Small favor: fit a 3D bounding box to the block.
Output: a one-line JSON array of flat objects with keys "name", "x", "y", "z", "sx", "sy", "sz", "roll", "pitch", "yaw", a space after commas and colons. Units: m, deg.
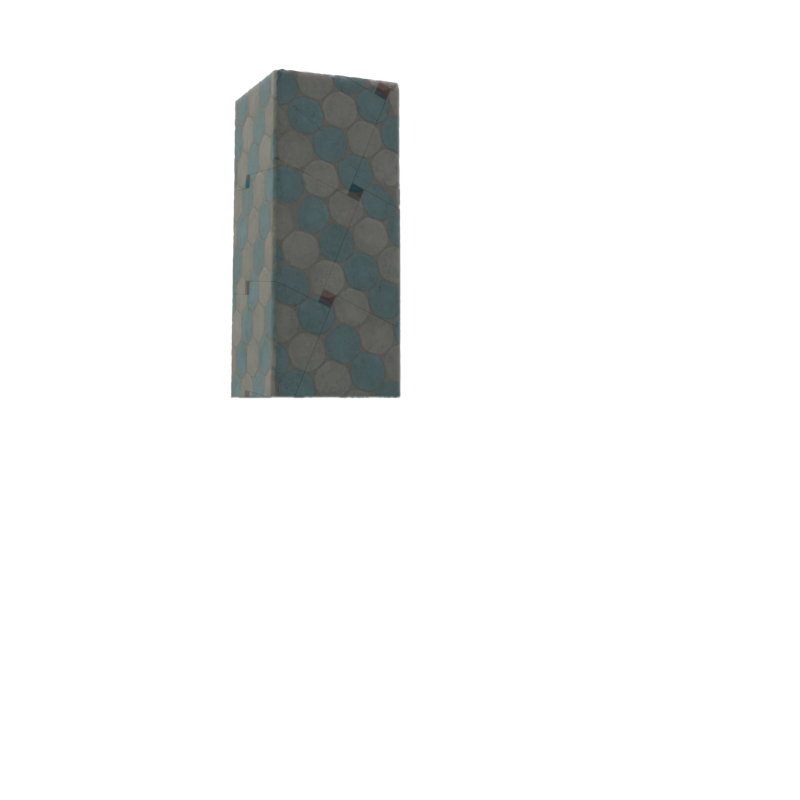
[{"name": "block", "x": -0.057, "y": -0.106, "z": 0.739, "sx": 0.087, "sy": 0.210, "sz": 0.092, "roll": 3, "pitch": -7, "yaw": -24}]
